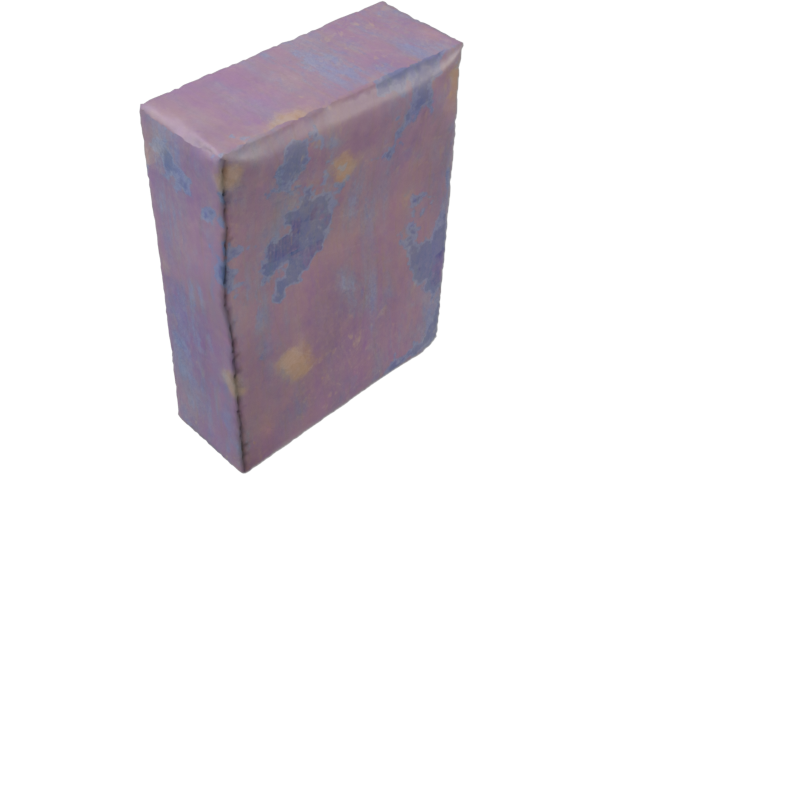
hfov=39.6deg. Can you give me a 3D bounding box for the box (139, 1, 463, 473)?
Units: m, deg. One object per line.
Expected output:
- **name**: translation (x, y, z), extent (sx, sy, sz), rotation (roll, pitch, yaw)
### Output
- **box**: translation (-0.048, -0.087, 0.607), extent (0.077, 0.199, 0.165), rotation (35, 51, 30)
